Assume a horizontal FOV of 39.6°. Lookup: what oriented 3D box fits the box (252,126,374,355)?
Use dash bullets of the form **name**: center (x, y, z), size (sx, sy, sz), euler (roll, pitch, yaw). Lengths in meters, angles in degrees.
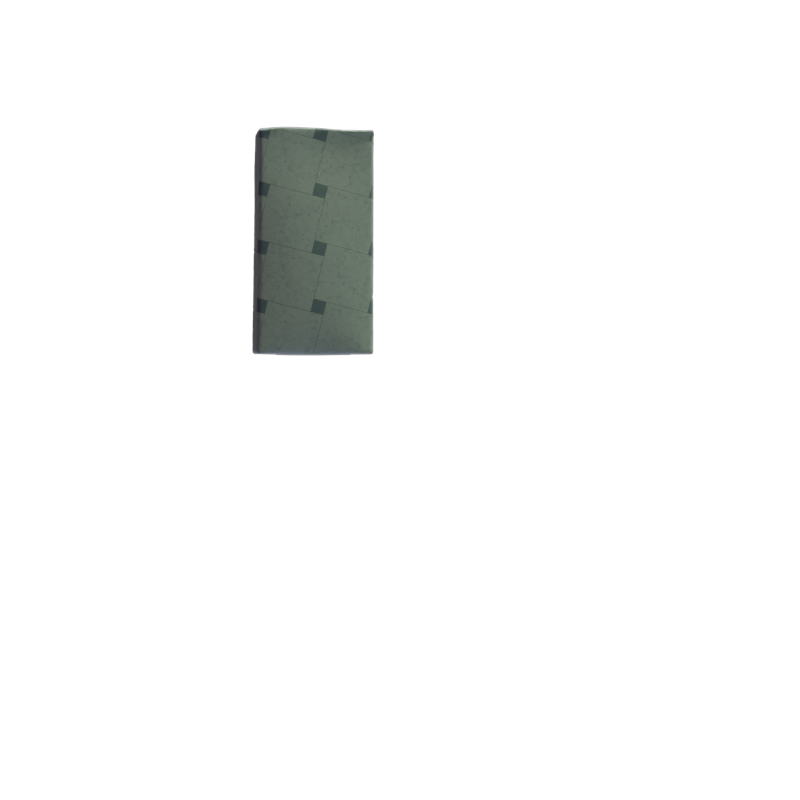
- **box**: center (-0.068, -0.124, 0.868), size (0.092, 0.177, 0.048), euler (0, -2, -9)
